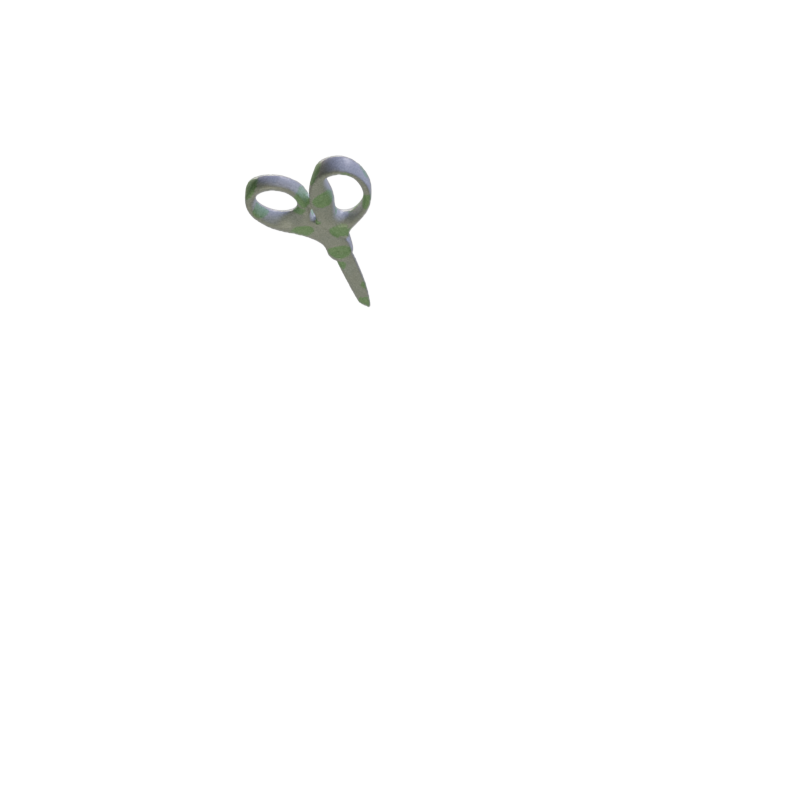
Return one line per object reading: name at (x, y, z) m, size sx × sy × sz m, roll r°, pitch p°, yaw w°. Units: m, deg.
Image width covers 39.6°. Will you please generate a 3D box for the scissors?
scissors at (-0.064, -0.116, 0.813) m, size 0.096 × 0.017 × 0.191 m, roll 2°, pitch -25°, yaw -4°
